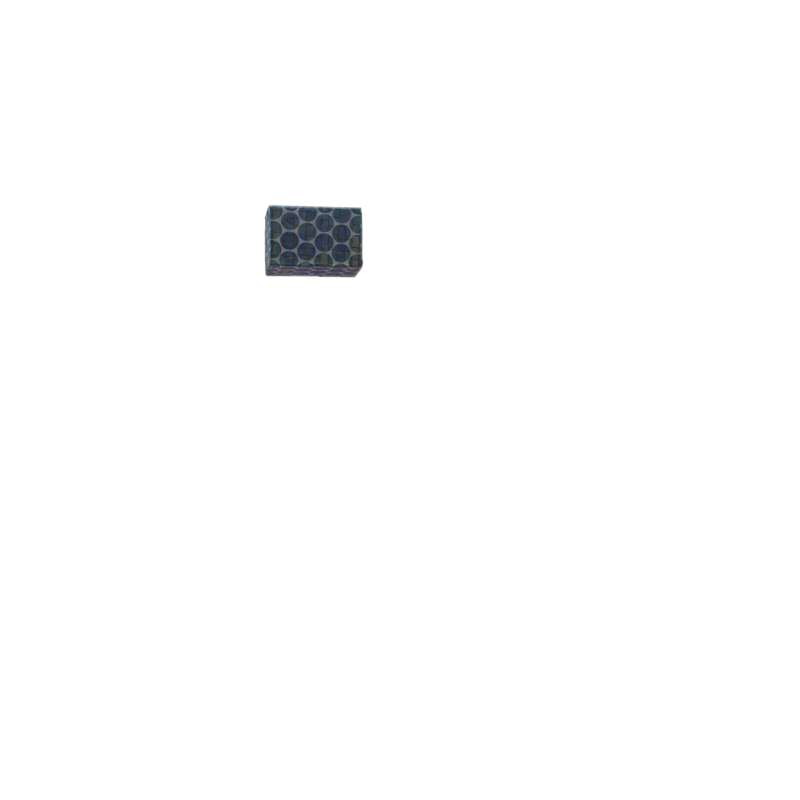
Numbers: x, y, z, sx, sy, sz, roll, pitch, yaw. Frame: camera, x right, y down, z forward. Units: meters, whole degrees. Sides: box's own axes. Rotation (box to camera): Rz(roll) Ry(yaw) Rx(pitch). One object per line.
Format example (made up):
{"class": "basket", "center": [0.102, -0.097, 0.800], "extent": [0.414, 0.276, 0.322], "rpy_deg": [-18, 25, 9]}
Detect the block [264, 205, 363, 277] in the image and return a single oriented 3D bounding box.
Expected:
{"class": "block", "center": [-0.072, -0.131, 0.915], "extent": [0.077, 0.052, 0.052], "rpy_deg": [1, -7, -8]}
